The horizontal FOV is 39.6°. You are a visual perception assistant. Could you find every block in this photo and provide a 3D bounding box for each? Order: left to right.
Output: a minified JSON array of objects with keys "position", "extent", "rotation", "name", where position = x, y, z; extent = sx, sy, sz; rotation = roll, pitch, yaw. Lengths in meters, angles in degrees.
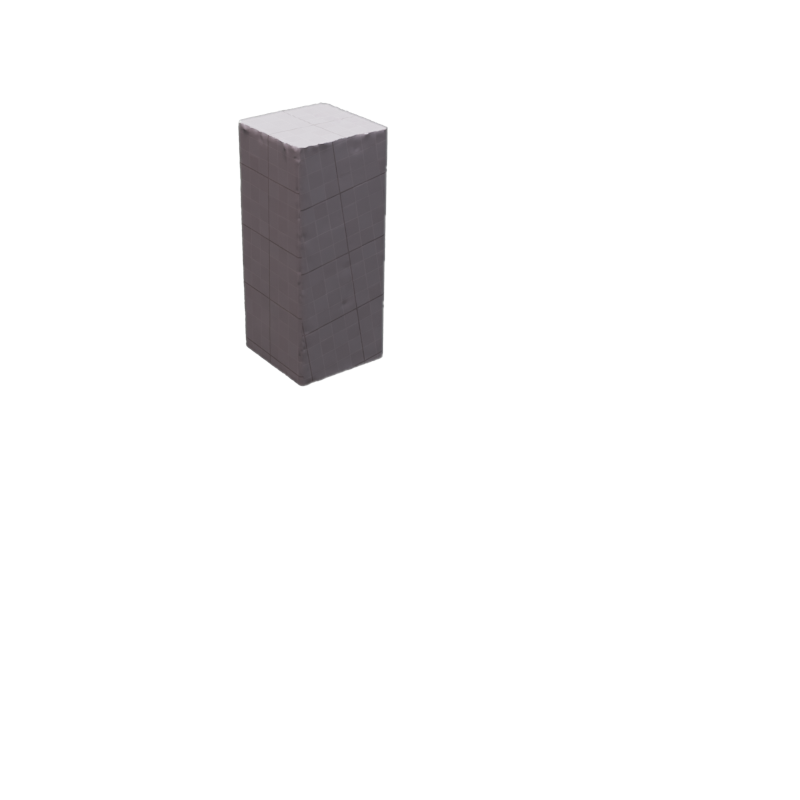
[{"position":[-0.073,-0.131,0.921],"extent":[0.089,0.195,0.097],"rotation":[-17,32,-34],"name":"block"}]
